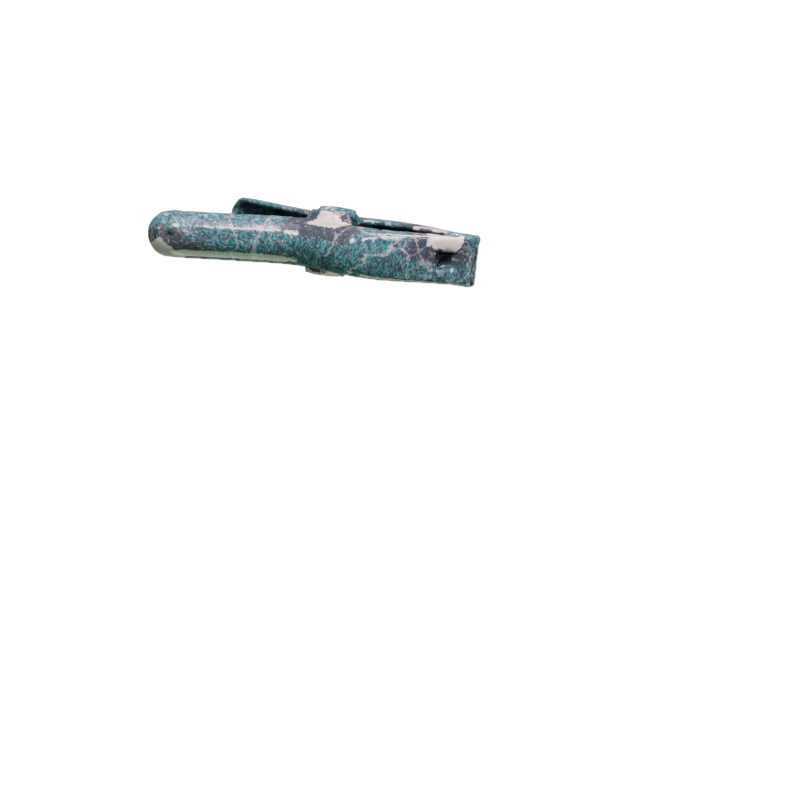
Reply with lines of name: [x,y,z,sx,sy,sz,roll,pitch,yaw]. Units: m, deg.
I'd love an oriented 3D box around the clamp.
clamp: [-0.047,-0.086,0.601,0.178,0.038,0.120,10,21,26]
